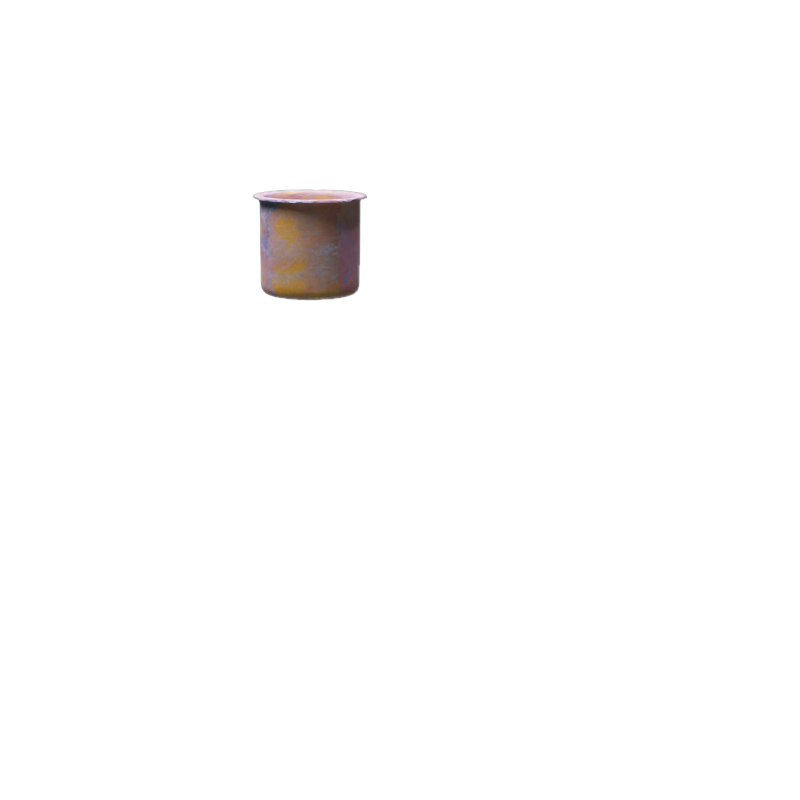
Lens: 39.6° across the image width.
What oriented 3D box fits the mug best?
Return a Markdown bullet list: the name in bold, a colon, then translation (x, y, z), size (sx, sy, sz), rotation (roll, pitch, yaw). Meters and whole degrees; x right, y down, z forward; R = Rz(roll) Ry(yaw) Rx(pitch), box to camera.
- **mug**: translation (-0.072, -0.131, 0.920), size (0.095, 0.079, 0.119), rotation (2, 14, 9)
